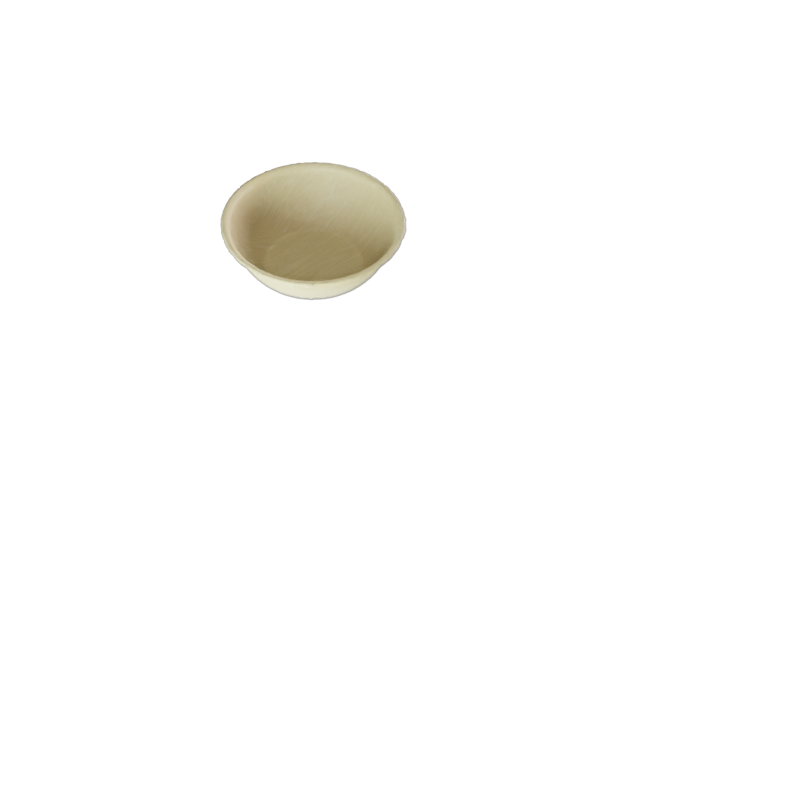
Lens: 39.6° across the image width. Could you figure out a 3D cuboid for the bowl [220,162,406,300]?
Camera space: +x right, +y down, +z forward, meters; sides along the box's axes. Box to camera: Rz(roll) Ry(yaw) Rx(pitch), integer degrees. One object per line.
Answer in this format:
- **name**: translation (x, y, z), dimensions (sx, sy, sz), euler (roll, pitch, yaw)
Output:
- **bowl**: translation (-0.077, -0.140, 0.980), dimensions (0.162, 0.174, 0.051), euler (-1, -43, -1)
